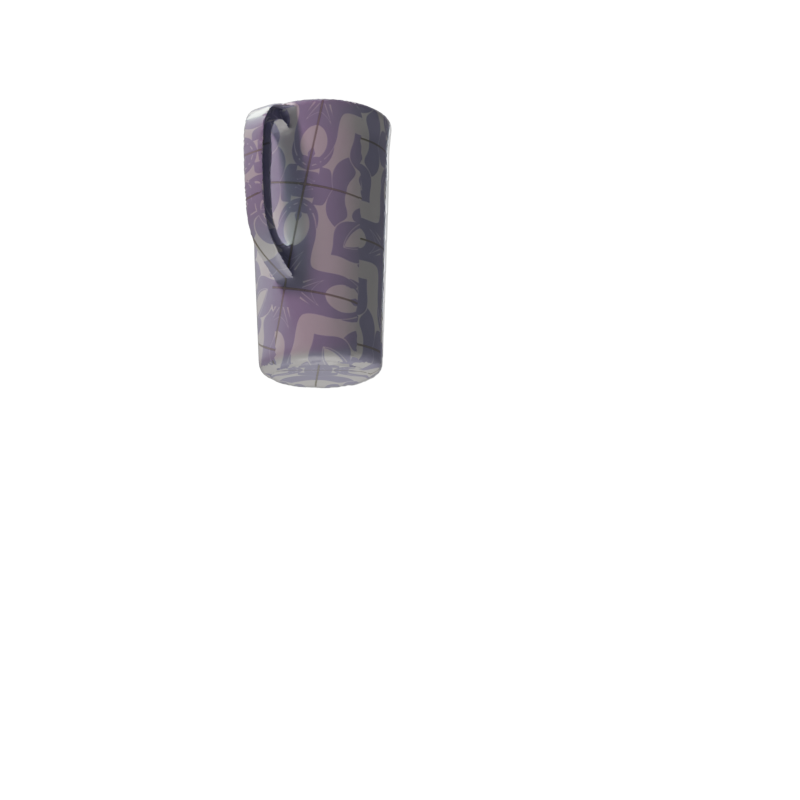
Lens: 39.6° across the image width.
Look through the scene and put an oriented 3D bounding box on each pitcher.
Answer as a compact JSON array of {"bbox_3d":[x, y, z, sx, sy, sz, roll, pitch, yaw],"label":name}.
[{"bbox_3d":[-0.078,-0.142,0.993,0.146,0.254,0.142,4,-18,-15],"label":"pitcher"}]
